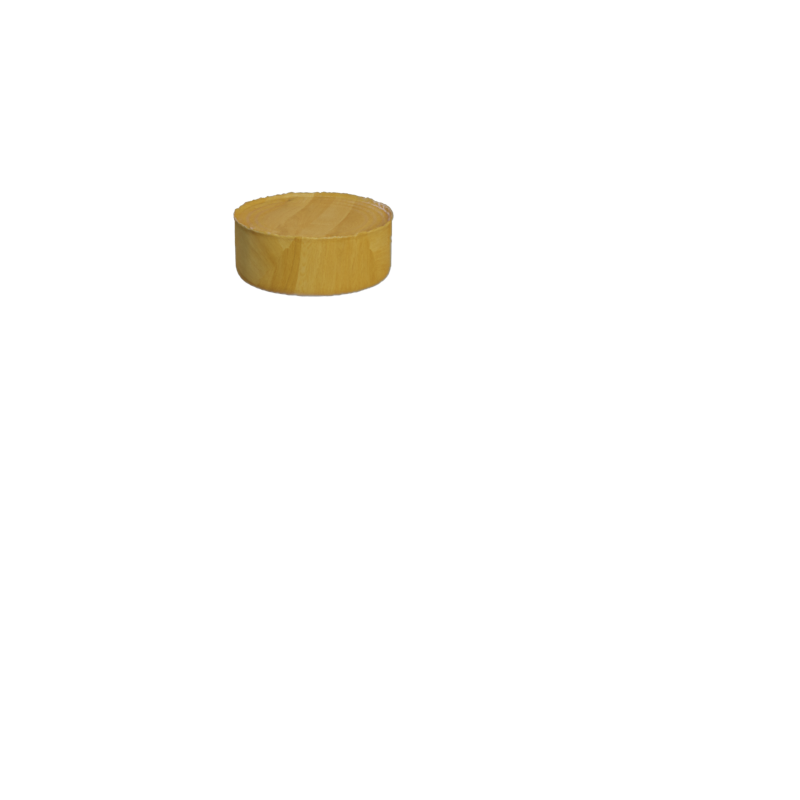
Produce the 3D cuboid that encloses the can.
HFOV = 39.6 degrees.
[{"bbox_3d":[-0.047,-0.085,0.597,0.086,0.032,0.090,-1,24,-2],"label":"can"}]
